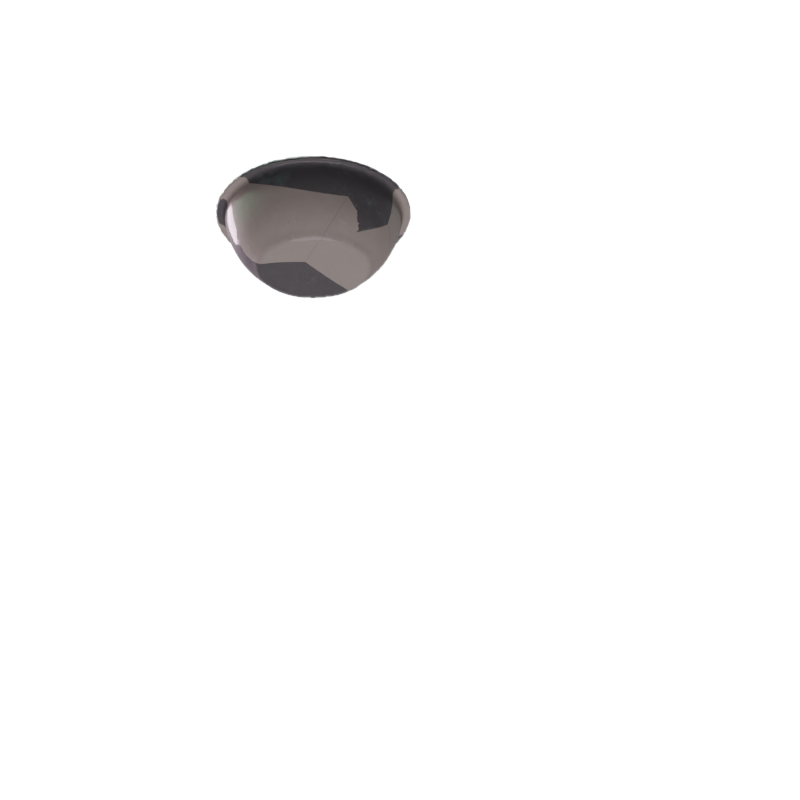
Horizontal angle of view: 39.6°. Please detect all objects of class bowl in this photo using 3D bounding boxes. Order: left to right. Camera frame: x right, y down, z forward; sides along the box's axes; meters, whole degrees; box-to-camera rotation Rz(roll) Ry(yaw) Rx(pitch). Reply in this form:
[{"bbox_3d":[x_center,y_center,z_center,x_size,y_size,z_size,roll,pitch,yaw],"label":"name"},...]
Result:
[{"bbox_3d":[-0.071,-0.130,0.908,0.162,0.059,0.152,1,-28,-2],"label":"bowl"}]
